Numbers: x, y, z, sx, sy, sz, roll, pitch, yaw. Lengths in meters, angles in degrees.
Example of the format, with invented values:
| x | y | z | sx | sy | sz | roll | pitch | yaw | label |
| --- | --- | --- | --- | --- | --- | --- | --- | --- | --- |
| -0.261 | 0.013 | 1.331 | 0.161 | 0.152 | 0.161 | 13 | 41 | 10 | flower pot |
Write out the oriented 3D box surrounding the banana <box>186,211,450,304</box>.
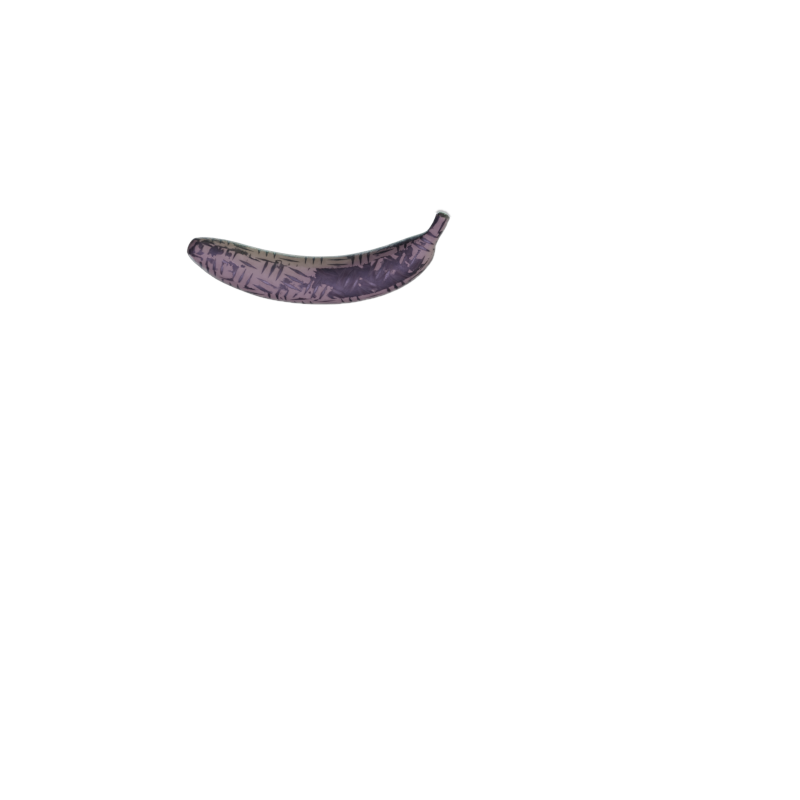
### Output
| x | y | z | sx | sy | sz | roll | pitch | yaw | label |
| --- | --- | --- | --- | --- | --- | --- | --- | --- | --- |
| -0.060 | -0.104 | 0.843 | 0.198 | 0.066 | 0.039 | -7 | 24 | 3 | banana |
